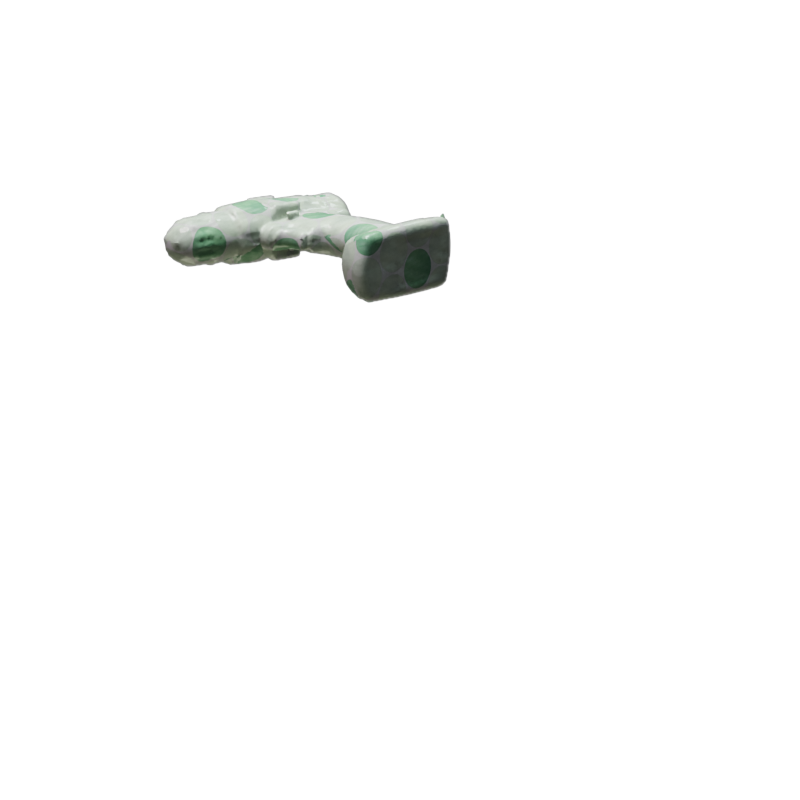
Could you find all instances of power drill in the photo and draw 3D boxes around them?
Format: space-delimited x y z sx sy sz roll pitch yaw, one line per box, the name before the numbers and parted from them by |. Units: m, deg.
power drill | -0.069 -0.126 0.885 0.181 0.055 0.199 -19 29 -40
